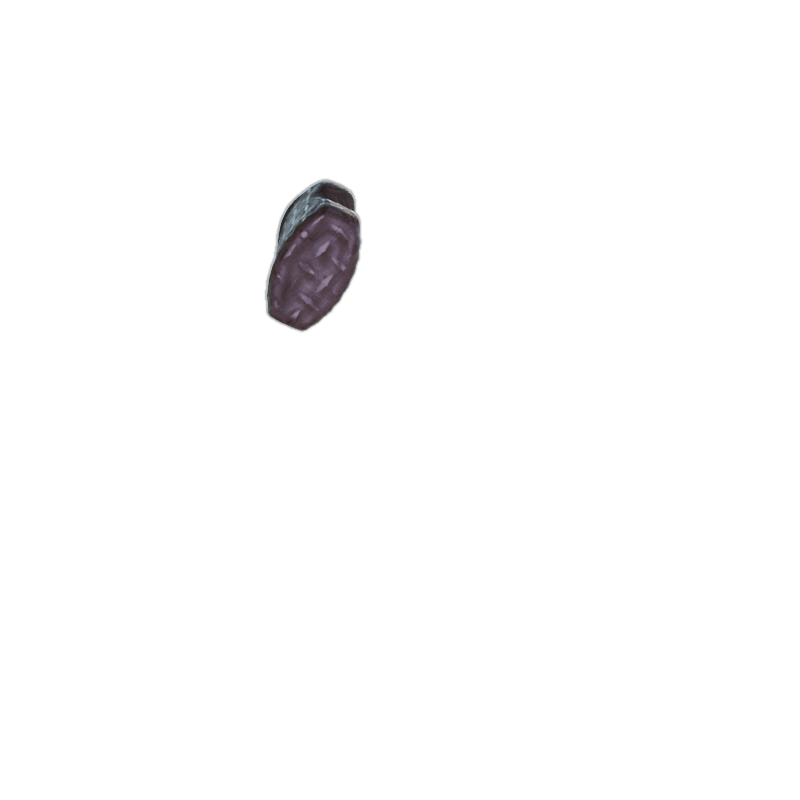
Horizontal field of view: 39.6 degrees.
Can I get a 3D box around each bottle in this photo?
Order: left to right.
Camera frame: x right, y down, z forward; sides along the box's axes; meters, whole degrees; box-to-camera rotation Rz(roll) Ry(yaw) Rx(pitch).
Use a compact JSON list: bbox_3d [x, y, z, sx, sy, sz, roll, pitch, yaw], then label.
[{"bbox_3d":[-0.070,-0.128,0.896,0.057,0.094,0.200,24,16,-12],"label":"bottle"}]
